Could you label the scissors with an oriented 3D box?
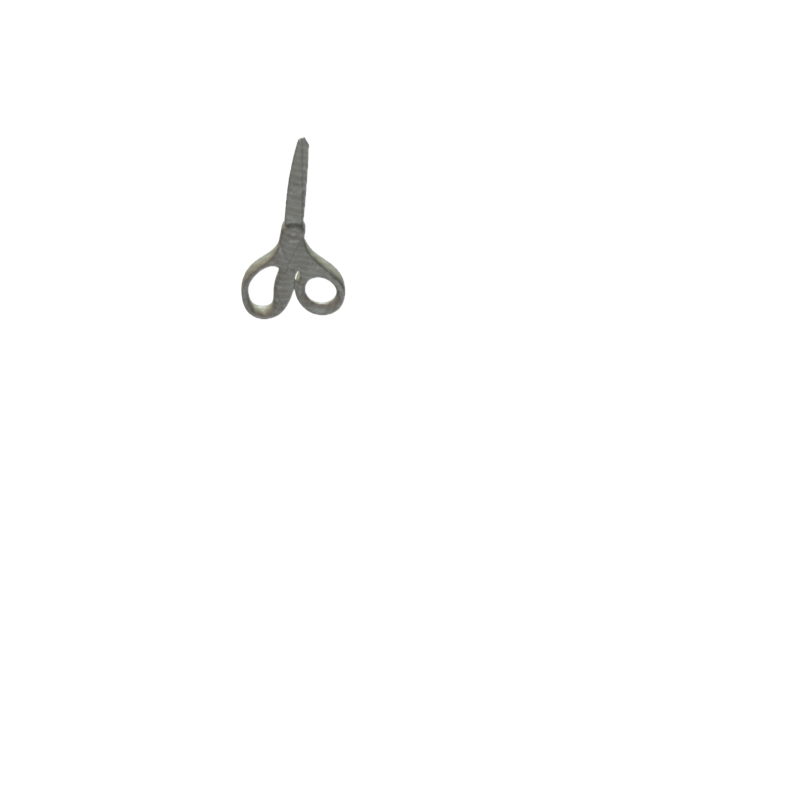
[{"bbox_3d":[-0.070,-0.127,0.891,0.093,0.017,0.194,15,-41,-18],"label":"scissors"}]
